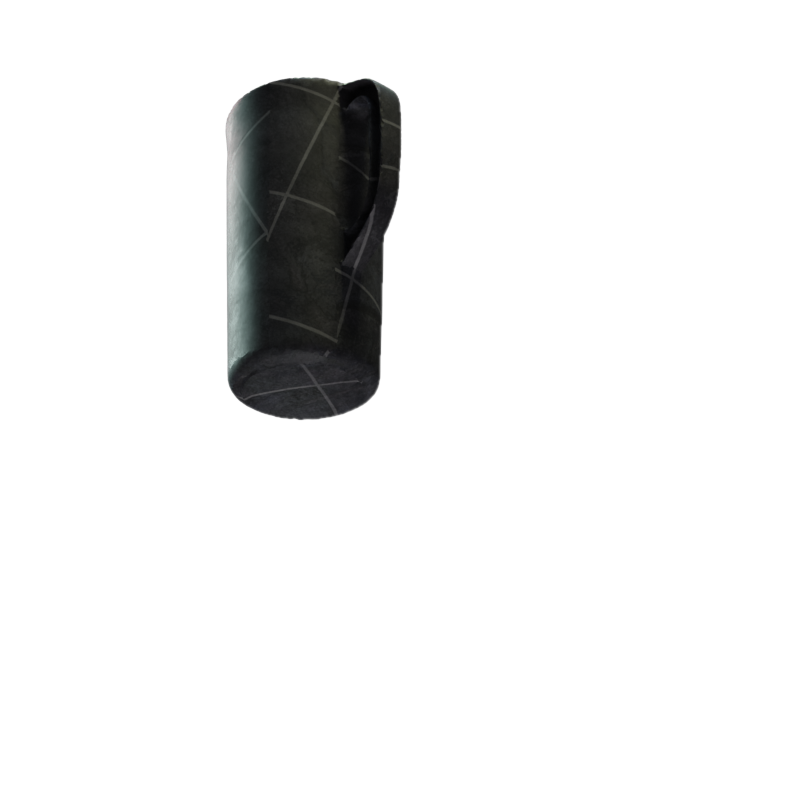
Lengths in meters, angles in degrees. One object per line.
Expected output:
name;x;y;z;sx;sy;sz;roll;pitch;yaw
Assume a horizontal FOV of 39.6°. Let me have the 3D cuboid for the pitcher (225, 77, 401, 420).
pitcher;-0.065;-0.119;0.833;0.146;0.259;0.139;-4;-31;4
